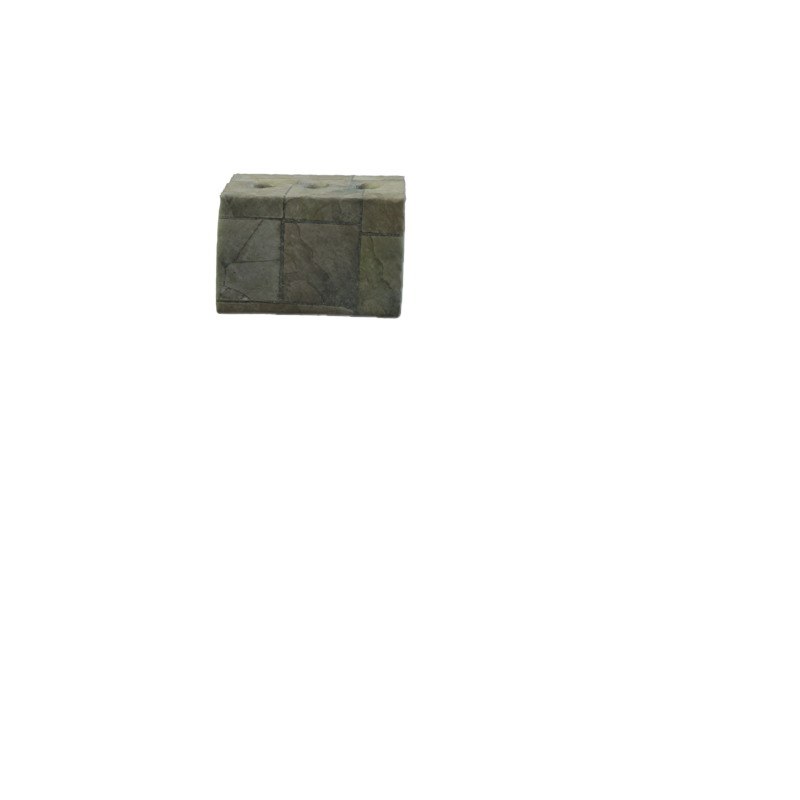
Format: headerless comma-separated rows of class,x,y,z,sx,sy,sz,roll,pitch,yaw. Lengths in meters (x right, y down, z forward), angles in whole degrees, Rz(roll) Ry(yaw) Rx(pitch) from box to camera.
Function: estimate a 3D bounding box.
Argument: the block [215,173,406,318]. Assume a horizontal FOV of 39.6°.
block,-0.037,-0.068,0.475,0.078,0.049,0.055,1,19,2
